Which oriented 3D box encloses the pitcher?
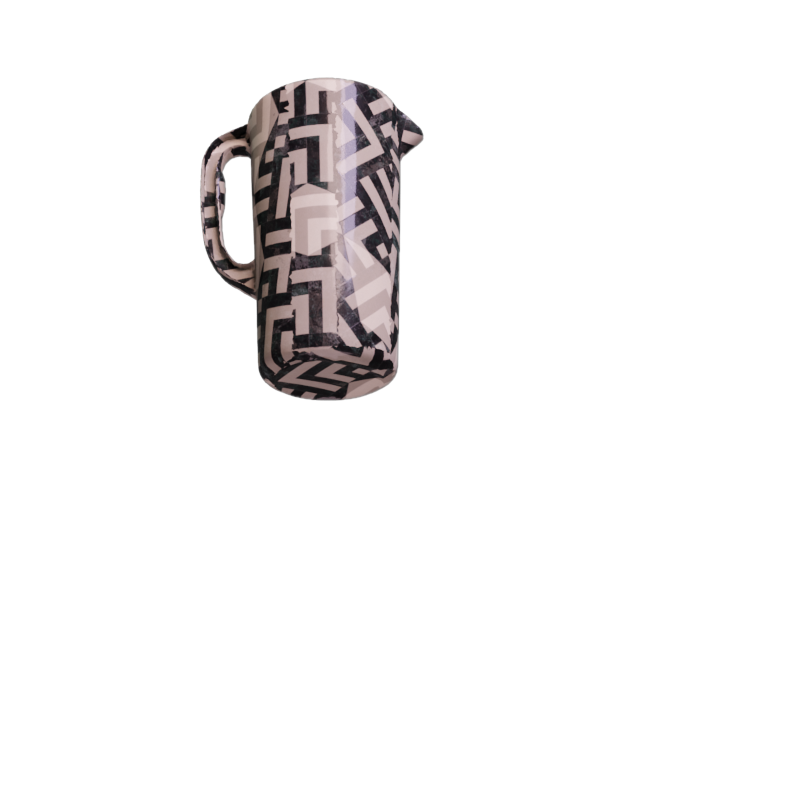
[{"bbox_3d":[-0.071,-0.129,0.903,0.136,0.257,0.149,20,-33,-38],"label":"pitcher"}]
